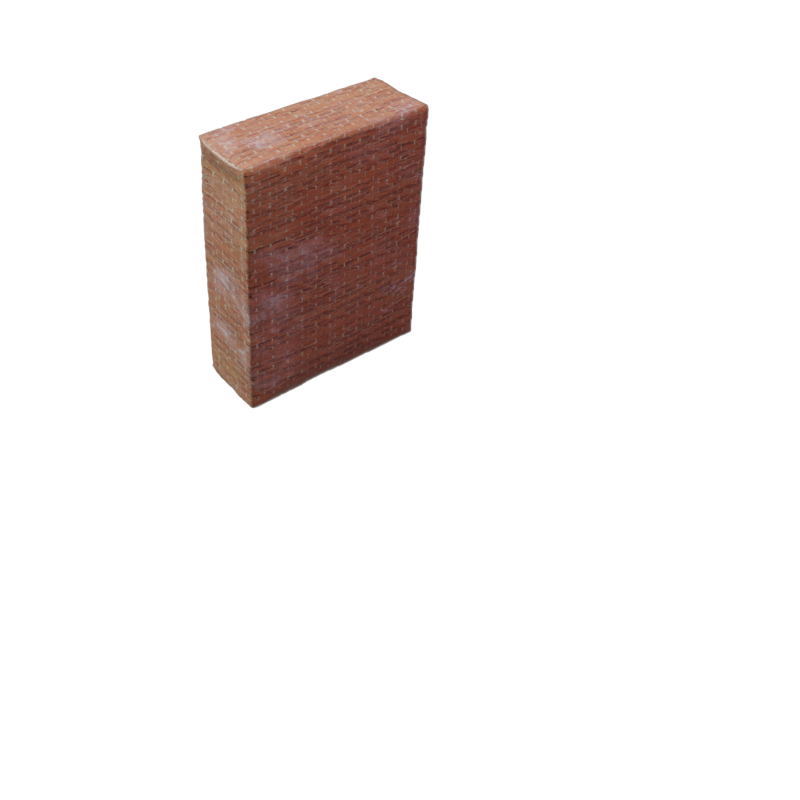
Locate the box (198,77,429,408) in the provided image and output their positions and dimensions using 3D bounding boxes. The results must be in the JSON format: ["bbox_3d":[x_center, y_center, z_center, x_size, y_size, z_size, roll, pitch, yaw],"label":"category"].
[{"bbox_3d":[-0.066,-0.121,0.847,0.163,0.200,0.077,-25,45,-31],"label":"box"}]
